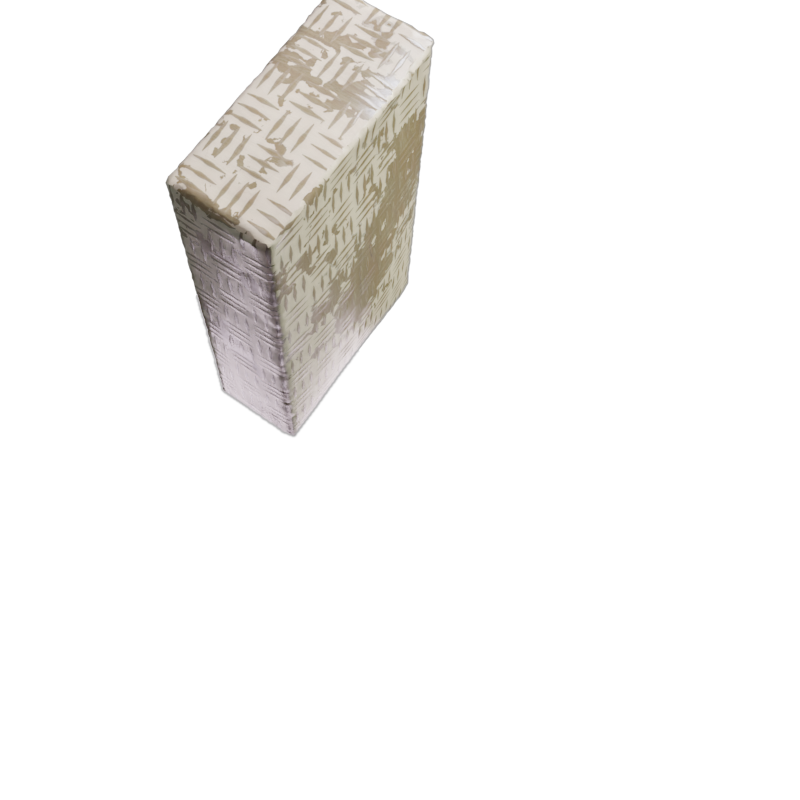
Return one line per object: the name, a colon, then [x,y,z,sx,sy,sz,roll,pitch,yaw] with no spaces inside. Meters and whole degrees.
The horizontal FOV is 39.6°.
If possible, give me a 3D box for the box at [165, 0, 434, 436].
box: [-0.032,-0.059,0.413,0.049,0.095,0.168,33,-19,7]
